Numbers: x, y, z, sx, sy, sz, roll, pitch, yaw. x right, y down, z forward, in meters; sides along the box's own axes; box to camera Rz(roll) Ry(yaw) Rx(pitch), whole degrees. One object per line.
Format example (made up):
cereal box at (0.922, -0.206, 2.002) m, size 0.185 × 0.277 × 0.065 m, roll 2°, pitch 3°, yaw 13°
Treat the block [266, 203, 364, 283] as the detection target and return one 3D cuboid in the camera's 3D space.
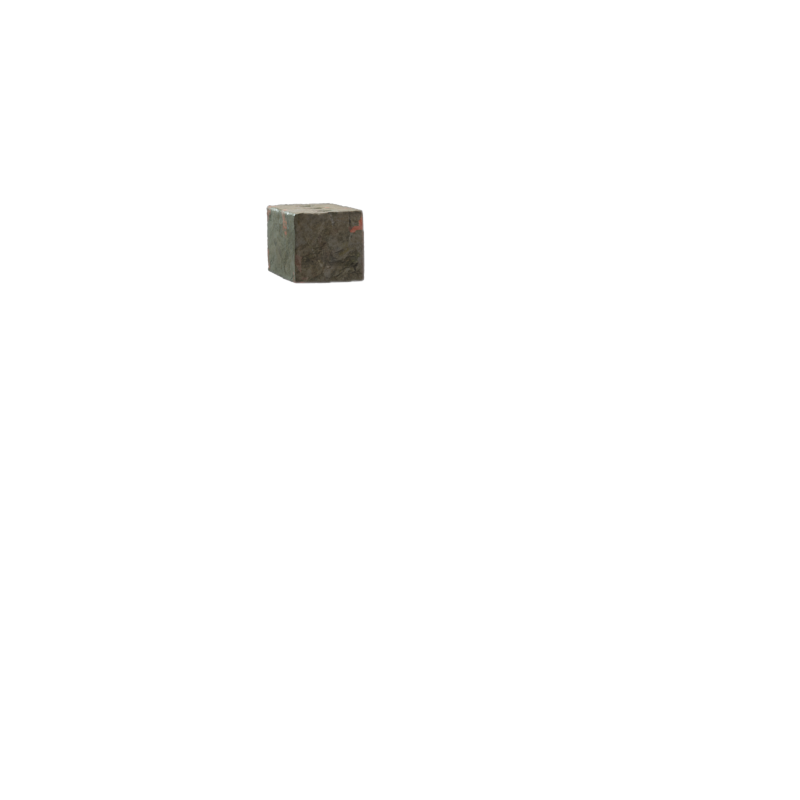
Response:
block at (-0.064, -0.116, 0.814) m, size 0.051 × 0.050 × 0.082 m, roll -4°, pitch 12°, yaw -21°
